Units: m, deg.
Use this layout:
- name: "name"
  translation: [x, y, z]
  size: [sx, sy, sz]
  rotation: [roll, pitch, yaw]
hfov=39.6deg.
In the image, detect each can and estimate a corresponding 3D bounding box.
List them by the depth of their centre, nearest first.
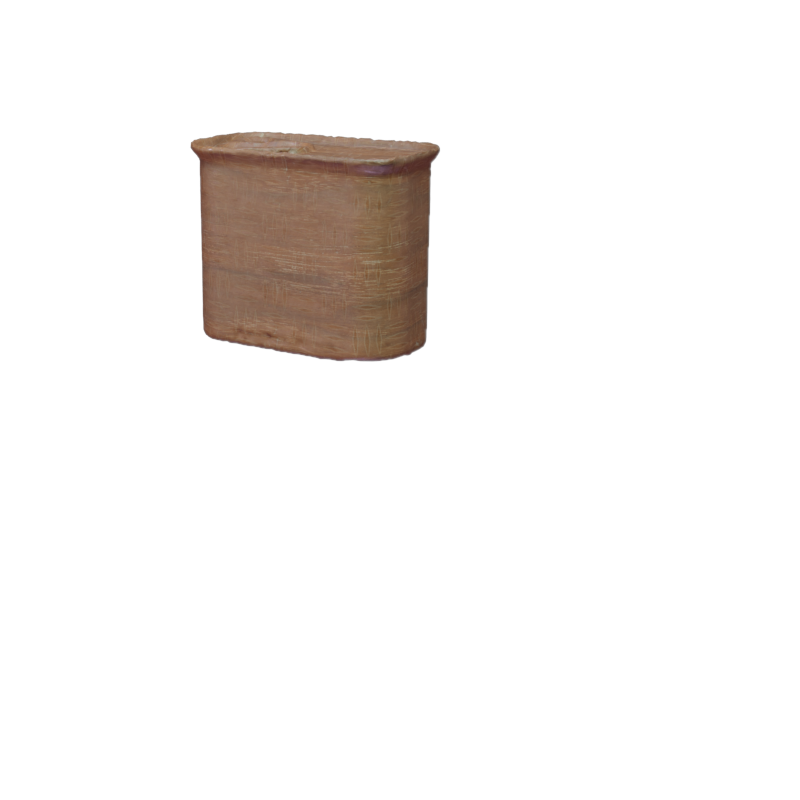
- name: "can"
  translation: [-0.037, -0.067, 0.466]
  size: [0.106, 0.081, 0.057]
  rotation: [10, 18, 27]
